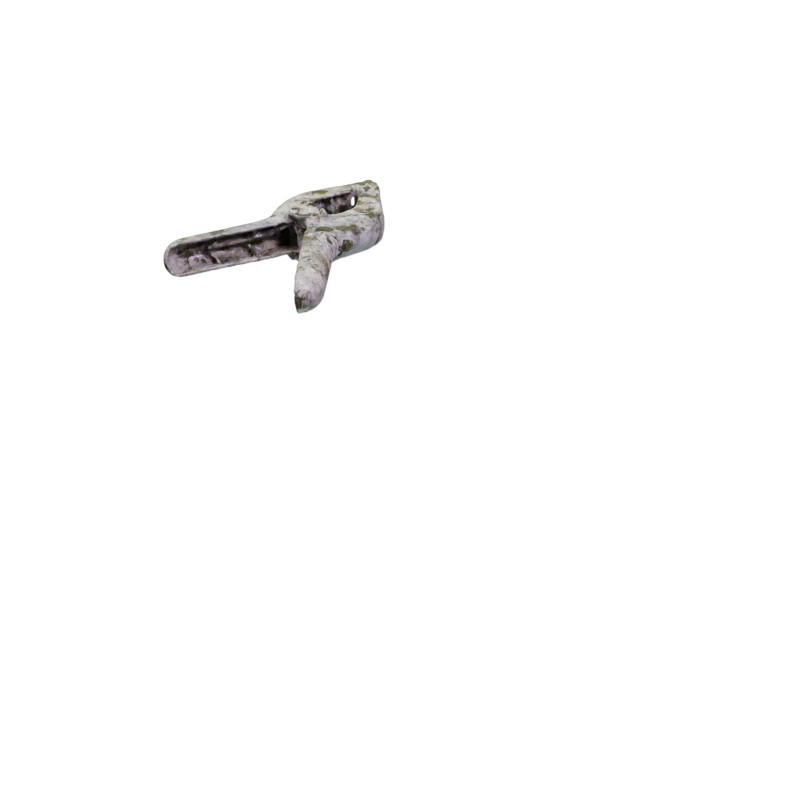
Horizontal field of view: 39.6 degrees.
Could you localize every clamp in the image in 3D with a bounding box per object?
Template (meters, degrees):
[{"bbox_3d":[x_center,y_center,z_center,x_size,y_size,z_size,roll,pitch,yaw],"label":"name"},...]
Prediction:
[{"bbox_3d":[-0.058,-0.105,0.738,0.128,0.037,0.171,28,44,33],"label":"clamp"}]
